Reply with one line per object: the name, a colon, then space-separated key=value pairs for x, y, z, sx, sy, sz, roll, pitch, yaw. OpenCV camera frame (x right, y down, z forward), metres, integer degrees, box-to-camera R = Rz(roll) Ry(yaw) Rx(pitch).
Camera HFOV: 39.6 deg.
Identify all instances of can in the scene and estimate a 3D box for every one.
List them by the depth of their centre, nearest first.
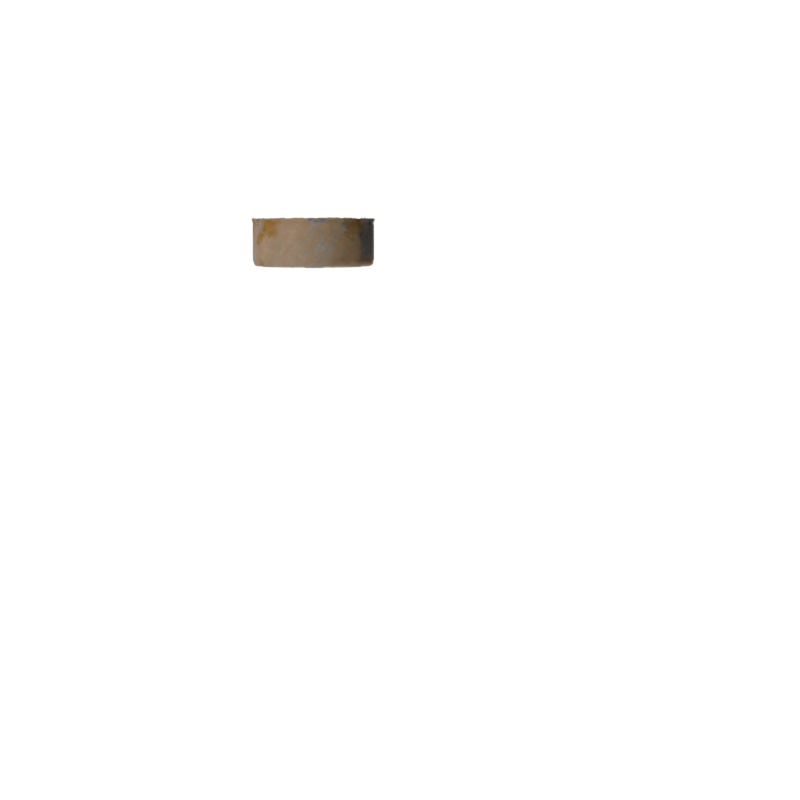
can: x=-0.060 y=-0.110 z=0.771 sx=0.086 sy=0.033 sz=0.087 roll=0 pitch=8 yaw=-2
